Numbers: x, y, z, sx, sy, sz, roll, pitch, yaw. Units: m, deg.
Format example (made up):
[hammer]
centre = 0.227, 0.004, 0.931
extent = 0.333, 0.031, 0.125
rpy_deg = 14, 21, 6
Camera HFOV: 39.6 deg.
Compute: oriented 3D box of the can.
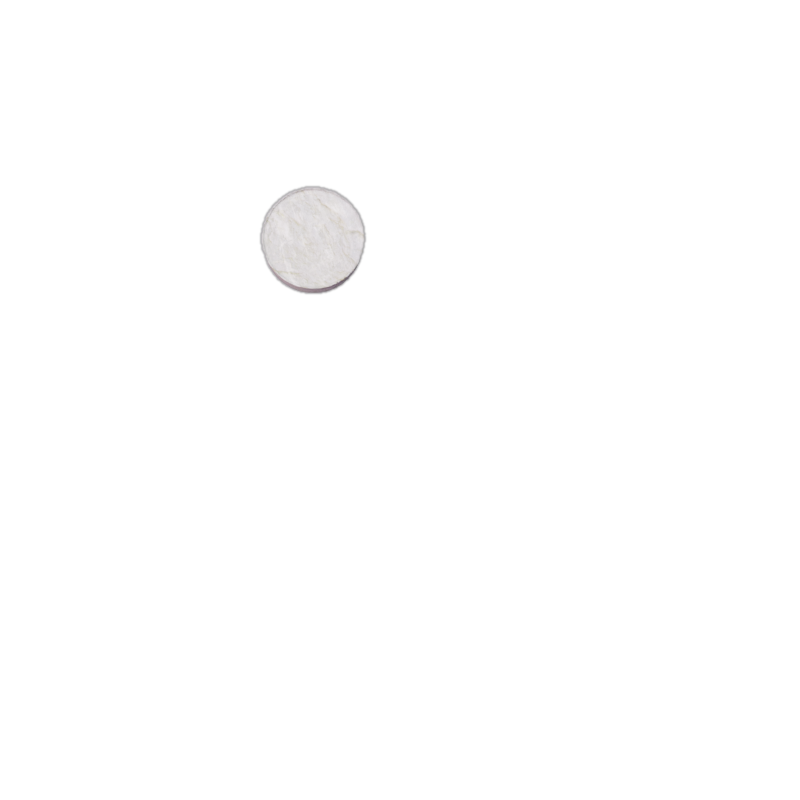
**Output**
[can]
centre = -0.073, -0.133, 0.931
extent = 0.086, 0.088, 0.033
rpy_deg = 0, -11, -1
